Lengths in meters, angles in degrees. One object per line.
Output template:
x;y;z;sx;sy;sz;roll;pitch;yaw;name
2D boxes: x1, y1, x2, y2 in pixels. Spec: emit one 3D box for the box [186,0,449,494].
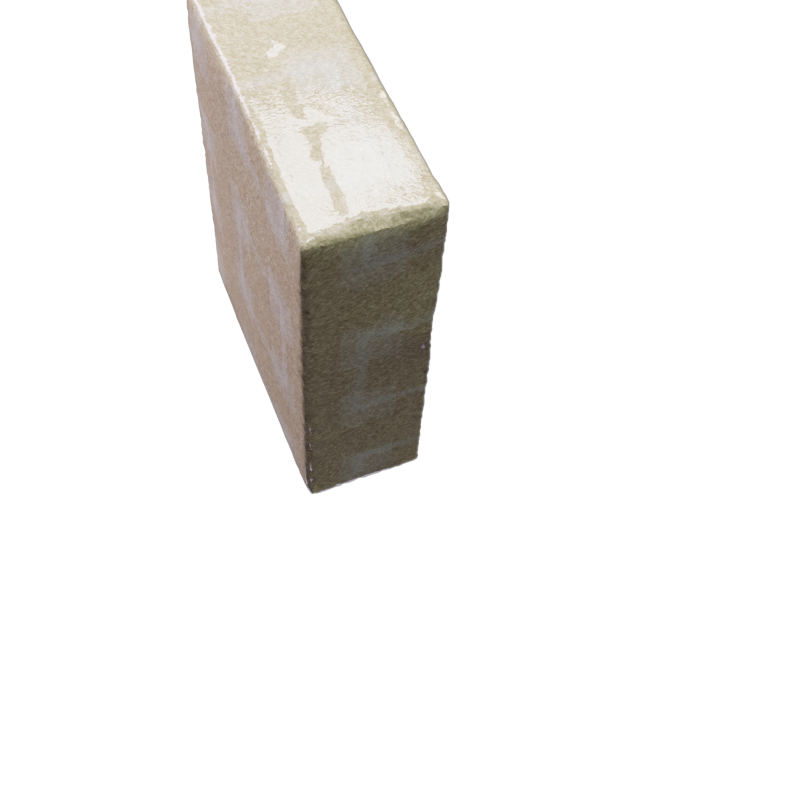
-0.043;-0.078;0.548;0.071;0.177;0.200;-16;-32;-14;box
